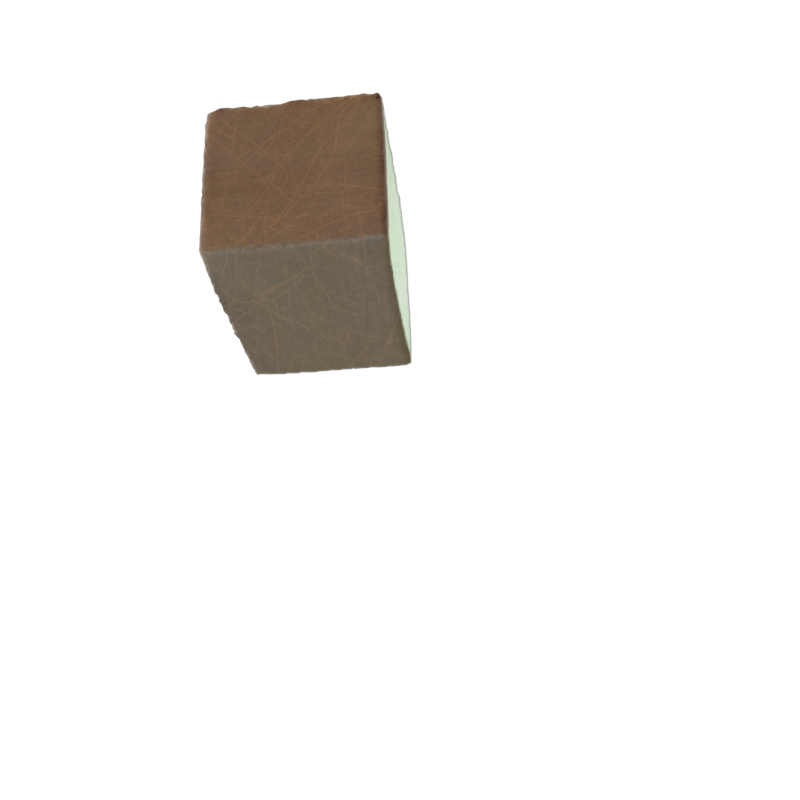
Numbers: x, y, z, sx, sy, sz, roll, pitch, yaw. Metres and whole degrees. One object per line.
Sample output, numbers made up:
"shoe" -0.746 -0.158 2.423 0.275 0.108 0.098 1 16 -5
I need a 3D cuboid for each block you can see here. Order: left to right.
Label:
"block" -0.026 -0.048 0.336 0.053 0.054 0.073 -4 -28 5
